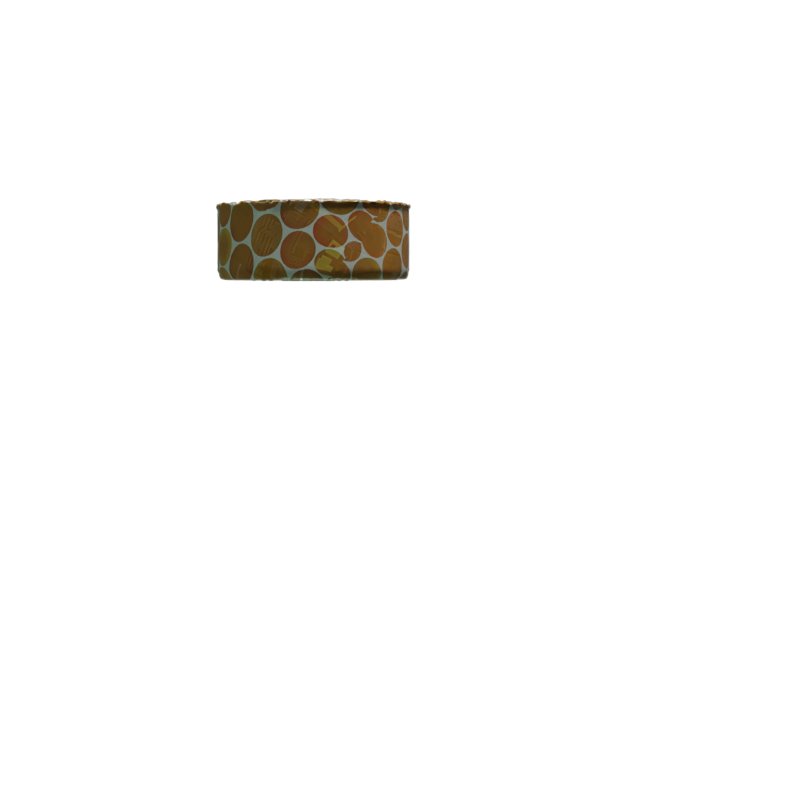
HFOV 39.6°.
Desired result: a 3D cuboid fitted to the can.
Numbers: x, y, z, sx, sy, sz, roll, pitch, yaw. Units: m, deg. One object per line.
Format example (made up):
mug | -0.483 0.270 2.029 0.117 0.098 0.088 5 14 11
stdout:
can | -0.038 -0.070 0.489 0.086 0.033 0.087 0 6 -2
